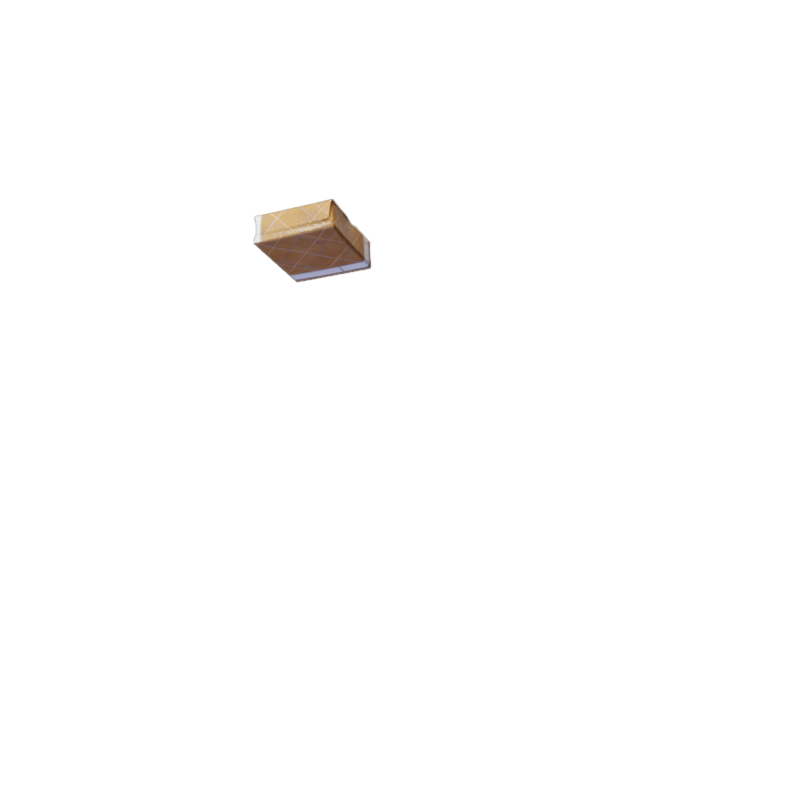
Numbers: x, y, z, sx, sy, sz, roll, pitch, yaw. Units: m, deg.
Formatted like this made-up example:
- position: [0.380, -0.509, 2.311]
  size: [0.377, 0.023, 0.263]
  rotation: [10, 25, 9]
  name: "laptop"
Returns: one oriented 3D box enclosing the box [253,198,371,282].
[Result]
- position: [-0.075, -0.136, 0.951]
  size: [0.074, 0.032, 0.083]
  rotation: [-9, -23, 21]
  name: "box"
